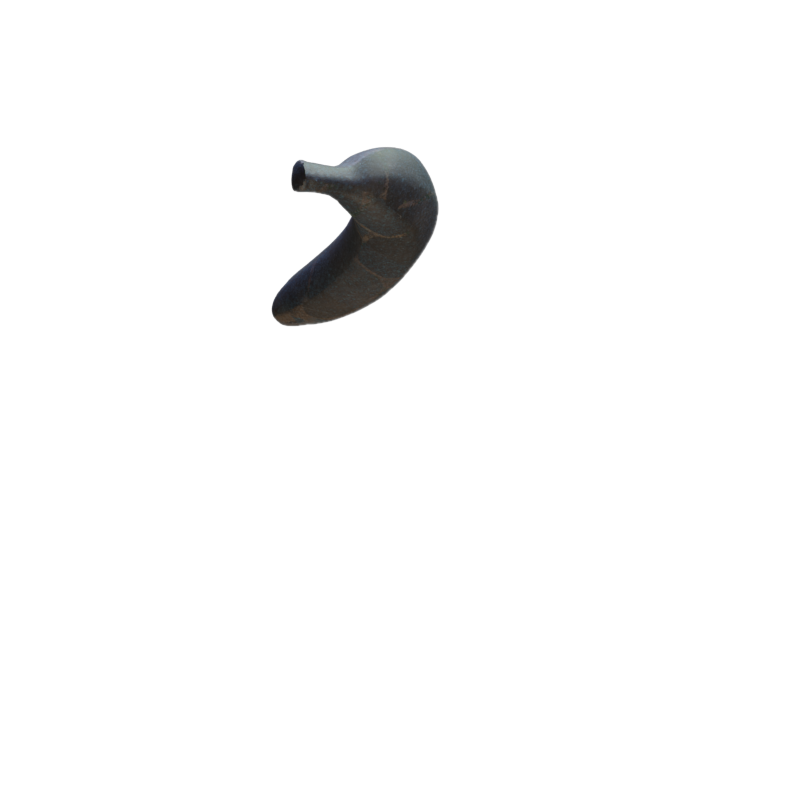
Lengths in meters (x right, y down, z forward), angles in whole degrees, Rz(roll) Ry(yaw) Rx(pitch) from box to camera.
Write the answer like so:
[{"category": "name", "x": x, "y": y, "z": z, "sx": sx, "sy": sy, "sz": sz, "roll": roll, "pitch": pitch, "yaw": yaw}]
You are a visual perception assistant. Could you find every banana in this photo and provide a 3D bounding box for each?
[{"category": "banana", "x": -0.022, "y": -0.074, "z": 0.515, "sx": 0.069, "sy": 0.038, "sz": 0.191, "roll": 2, "pitch": -15, "yaw": -8}]
